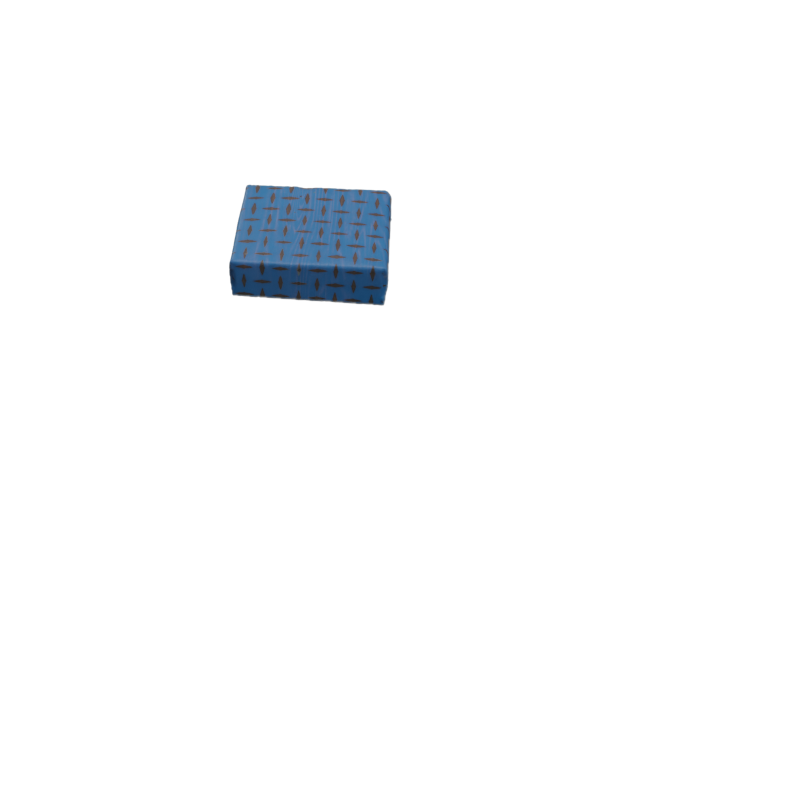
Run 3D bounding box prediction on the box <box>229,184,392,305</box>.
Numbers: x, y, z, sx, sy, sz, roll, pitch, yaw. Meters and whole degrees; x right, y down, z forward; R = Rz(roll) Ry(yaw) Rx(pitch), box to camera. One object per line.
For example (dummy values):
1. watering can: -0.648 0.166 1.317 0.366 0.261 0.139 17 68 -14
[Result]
1. box: -0.050 -0.092 0.643 0.090 0.028 0.078 2 44 2
